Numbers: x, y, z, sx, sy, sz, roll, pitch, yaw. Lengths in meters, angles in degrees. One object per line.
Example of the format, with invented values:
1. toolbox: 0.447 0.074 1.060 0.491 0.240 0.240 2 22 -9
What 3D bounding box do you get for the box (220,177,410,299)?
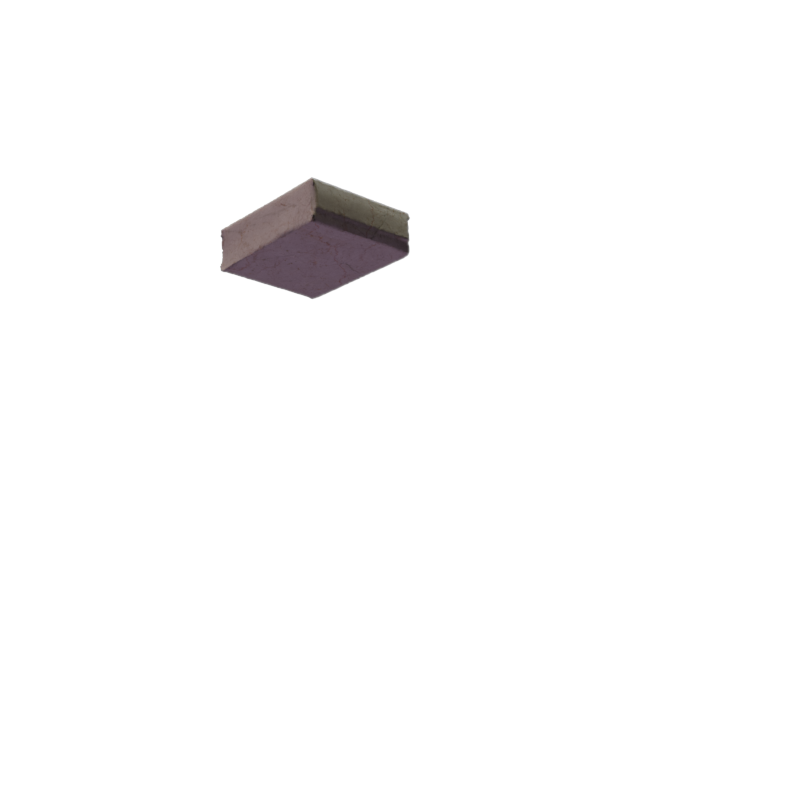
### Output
1. box: -0.062 -0.114 0.799 0.085 0.041 0.114 17 -26 -38
